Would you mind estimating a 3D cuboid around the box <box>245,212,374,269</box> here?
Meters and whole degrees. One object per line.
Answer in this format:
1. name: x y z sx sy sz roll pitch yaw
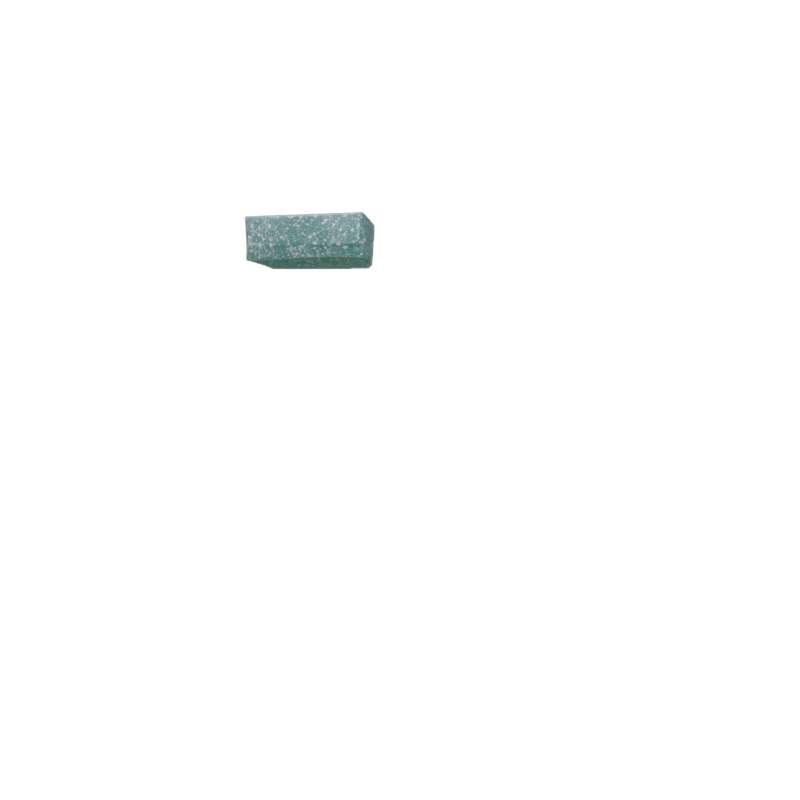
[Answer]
1. box: -0.068 -0.125 0.873 0.090 0.039 0.112 0 1 5
